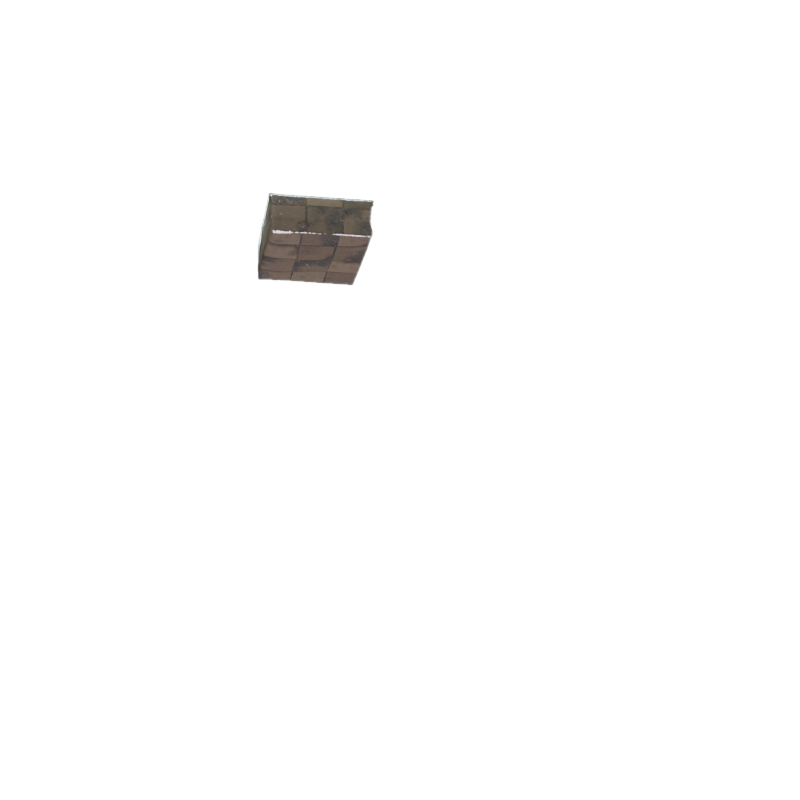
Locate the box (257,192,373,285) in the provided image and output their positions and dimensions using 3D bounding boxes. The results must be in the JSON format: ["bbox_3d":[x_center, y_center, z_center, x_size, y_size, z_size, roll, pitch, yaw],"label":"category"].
[{"bbox_3d":[-0.076,-0.139,0.971,0.089,0.041,0.110,3,-17,-10],"label":"box"}]
